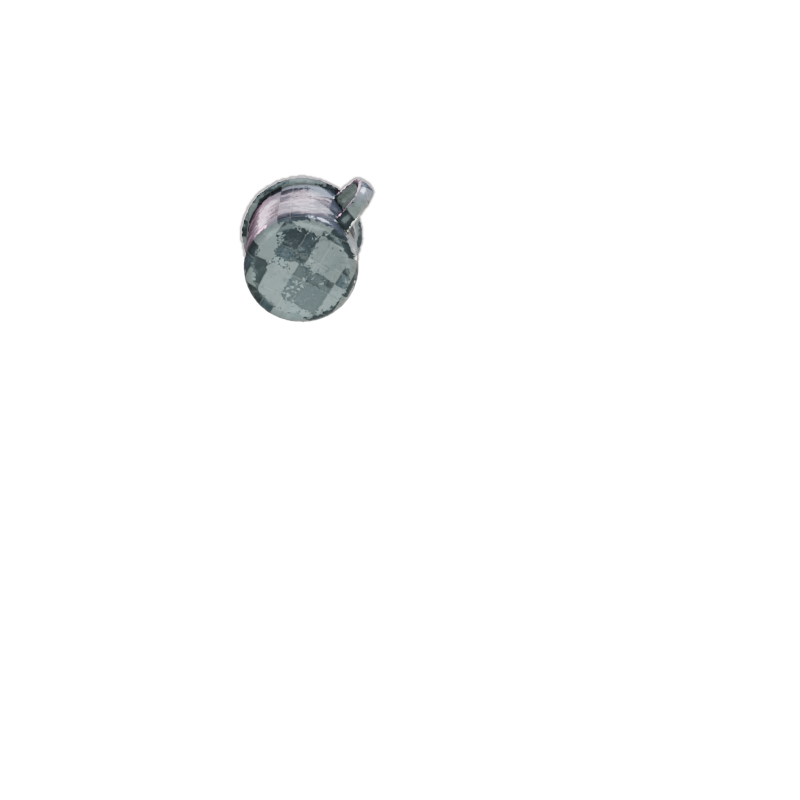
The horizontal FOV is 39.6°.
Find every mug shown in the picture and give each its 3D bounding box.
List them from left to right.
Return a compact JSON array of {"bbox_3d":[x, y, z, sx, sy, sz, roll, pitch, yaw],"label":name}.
[{"bbox_3d":[-0.063,-0.116,0.811,0.116,0.090,0.086,-40,19,14],"label":"mug"}]
